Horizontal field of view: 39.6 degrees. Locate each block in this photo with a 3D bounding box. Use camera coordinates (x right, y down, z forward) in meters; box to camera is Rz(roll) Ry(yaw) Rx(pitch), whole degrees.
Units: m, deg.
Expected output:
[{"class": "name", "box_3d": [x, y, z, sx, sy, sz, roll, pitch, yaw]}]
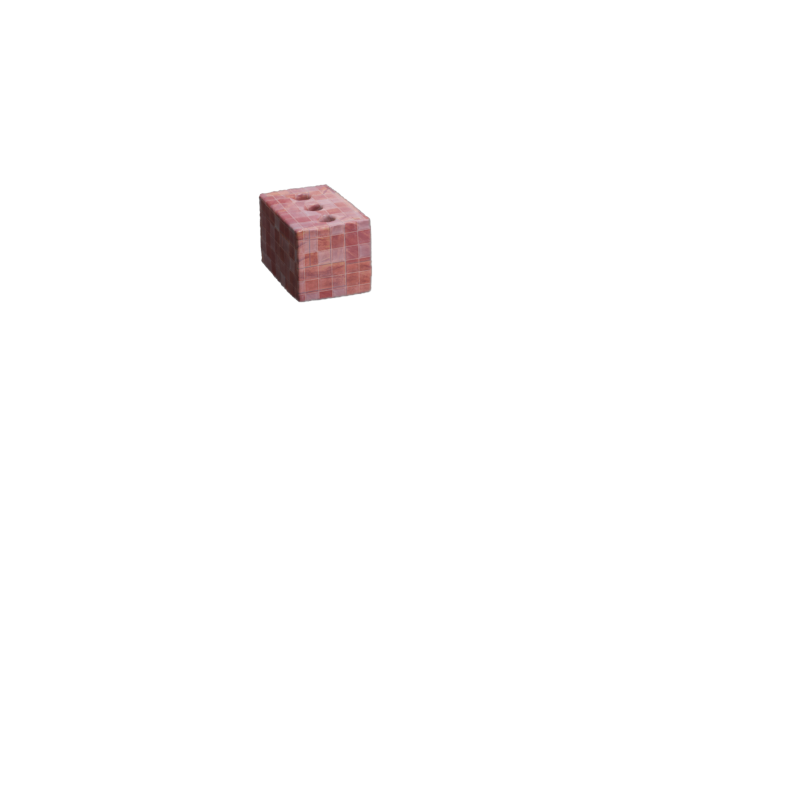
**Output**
[{"class": "block", "box_3d": [-0.058, -0.106, 0.741, 0.052, 0.049, 0.084, -11, 29, -22]}]
